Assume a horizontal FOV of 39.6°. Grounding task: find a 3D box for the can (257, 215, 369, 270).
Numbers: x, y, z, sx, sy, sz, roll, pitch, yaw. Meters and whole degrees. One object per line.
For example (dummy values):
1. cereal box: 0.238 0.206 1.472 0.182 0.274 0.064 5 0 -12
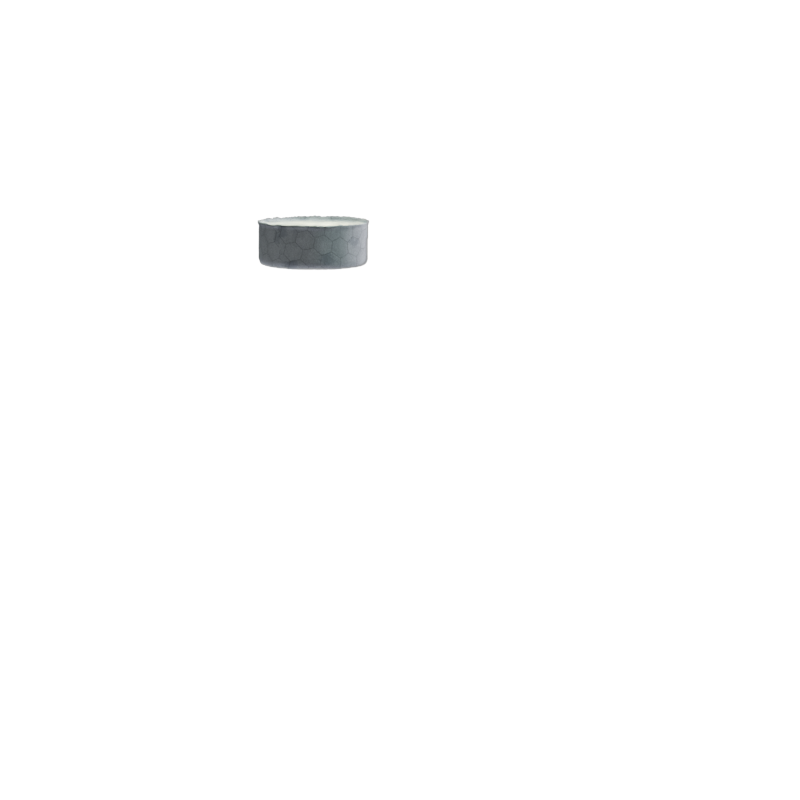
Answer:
1. can: -0.067 -0.122 0.856 0.086 0.033 0.088 0 13 -2
